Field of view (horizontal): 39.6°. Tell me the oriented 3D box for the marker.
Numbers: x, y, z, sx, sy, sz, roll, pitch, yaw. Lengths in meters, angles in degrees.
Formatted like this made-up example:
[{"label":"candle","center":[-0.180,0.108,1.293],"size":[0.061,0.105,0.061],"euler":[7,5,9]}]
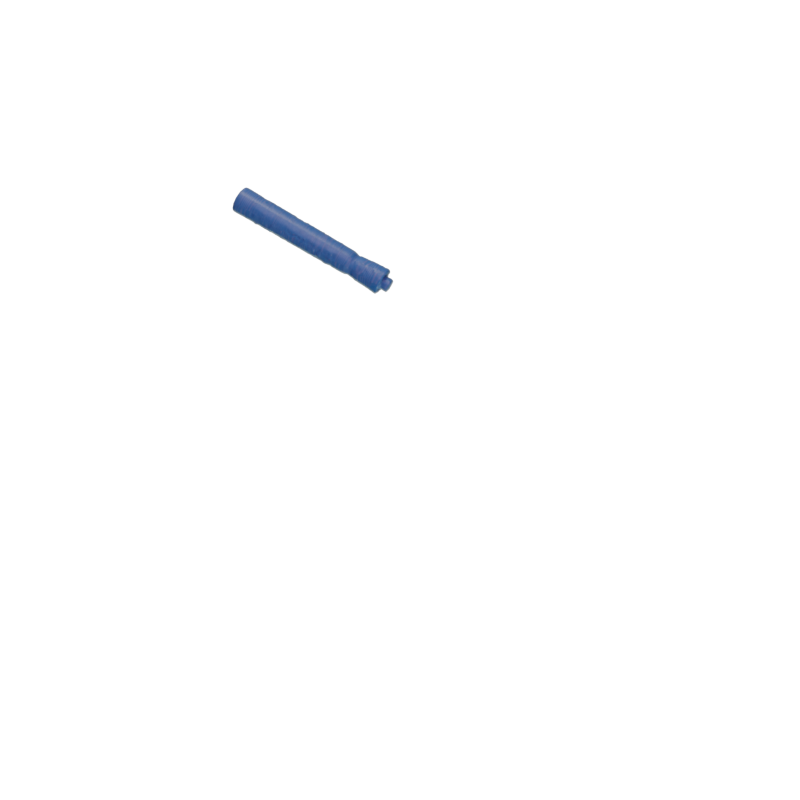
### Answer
[{"label":"marker","center":[-0.059,-0.107,0.749],"size":[0.125,0.019,0.019],"euler":[31,10,13]}]
